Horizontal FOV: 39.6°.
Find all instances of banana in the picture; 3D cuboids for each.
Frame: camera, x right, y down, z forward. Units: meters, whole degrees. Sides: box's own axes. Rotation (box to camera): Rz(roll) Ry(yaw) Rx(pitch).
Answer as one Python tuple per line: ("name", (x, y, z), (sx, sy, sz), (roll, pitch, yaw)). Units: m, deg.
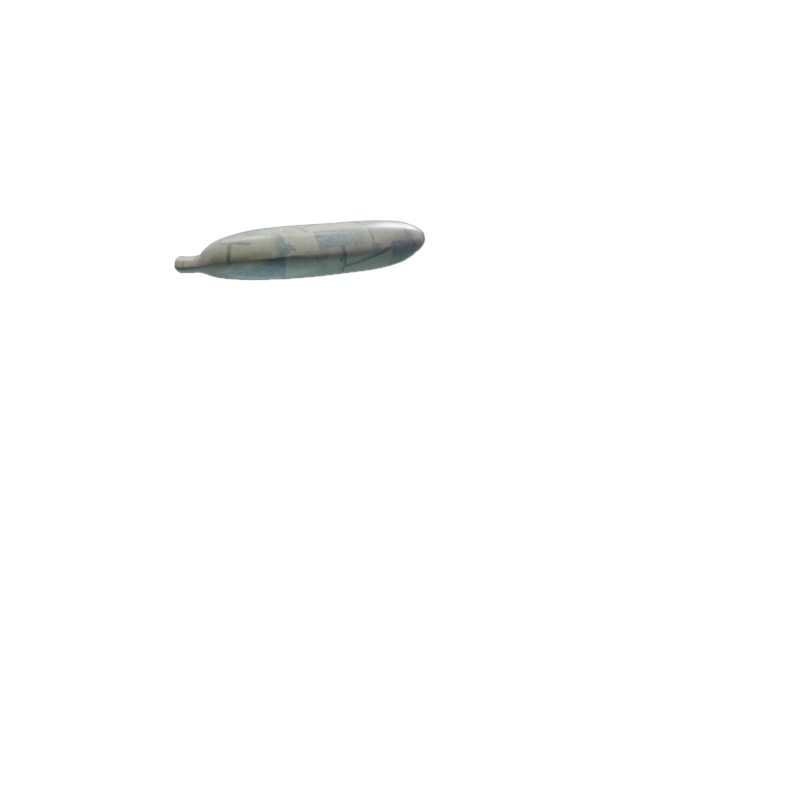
("banana", (-0.059, -0.111, 0.800), (0.193, 0.036, 0.073), (-7, 18, -22))
